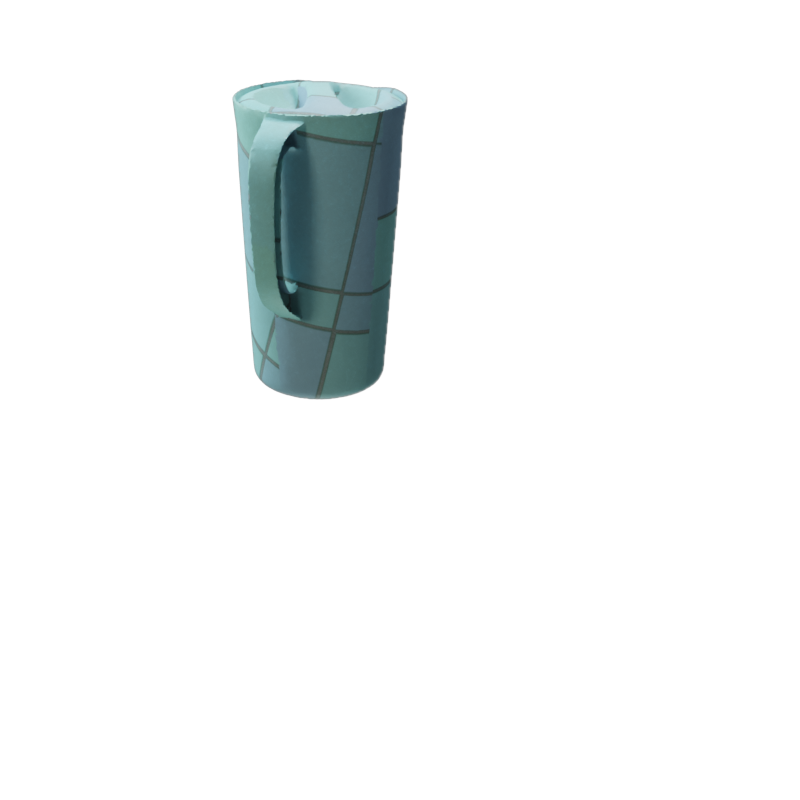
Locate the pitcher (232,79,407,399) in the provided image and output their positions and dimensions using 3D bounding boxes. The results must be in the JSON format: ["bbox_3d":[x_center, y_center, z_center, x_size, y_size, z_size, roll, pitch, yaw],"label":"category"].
[{"bbox_3d":[-0.068,-0.125,0.873,0.146,0.232,0.155,-9,24,-24],"label":"pitcher"}]
